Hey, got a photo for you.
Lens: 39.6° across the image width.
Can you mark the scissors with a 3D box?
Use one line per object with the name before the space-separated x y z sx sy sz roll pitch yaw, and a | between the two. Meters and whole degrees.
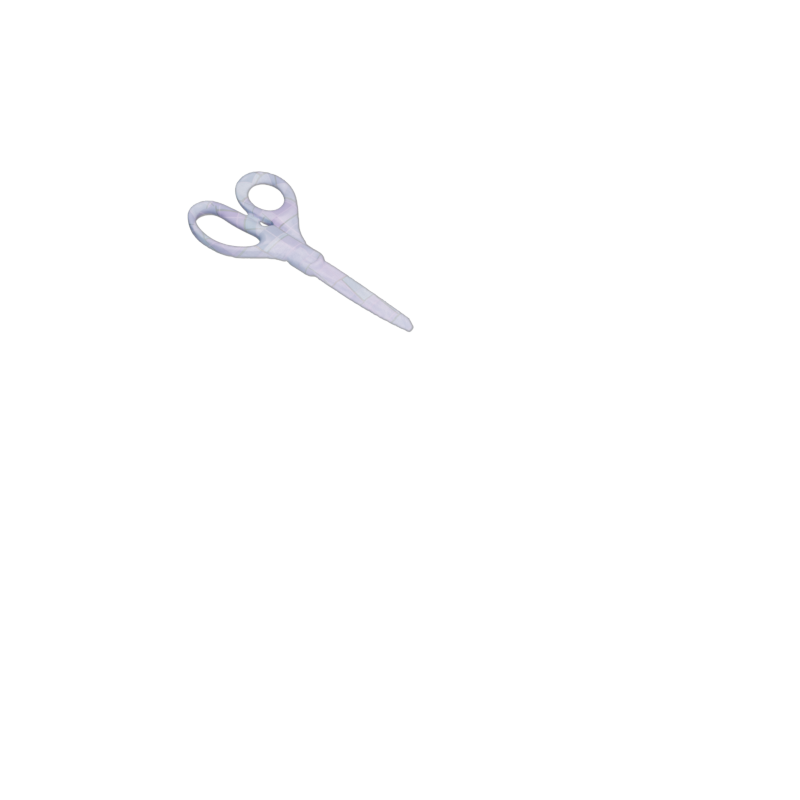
scissors | -0.067 -0.123 0.859 0.208 0.100 0.015 20 -34 15
